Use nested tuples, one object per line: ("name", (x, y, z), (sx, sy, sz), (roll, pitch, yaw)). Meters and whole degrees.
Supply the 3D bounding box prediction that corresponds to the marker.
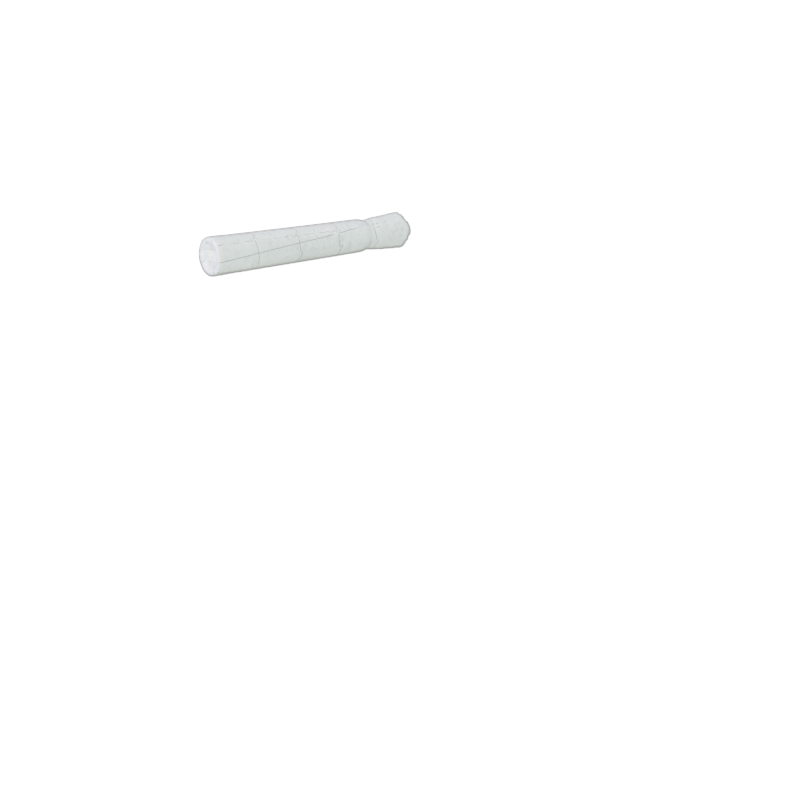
("marker", (-0.043, -0.078, 0.547), (0.118, 0.019, 0.021), (-14, 12, -37))
